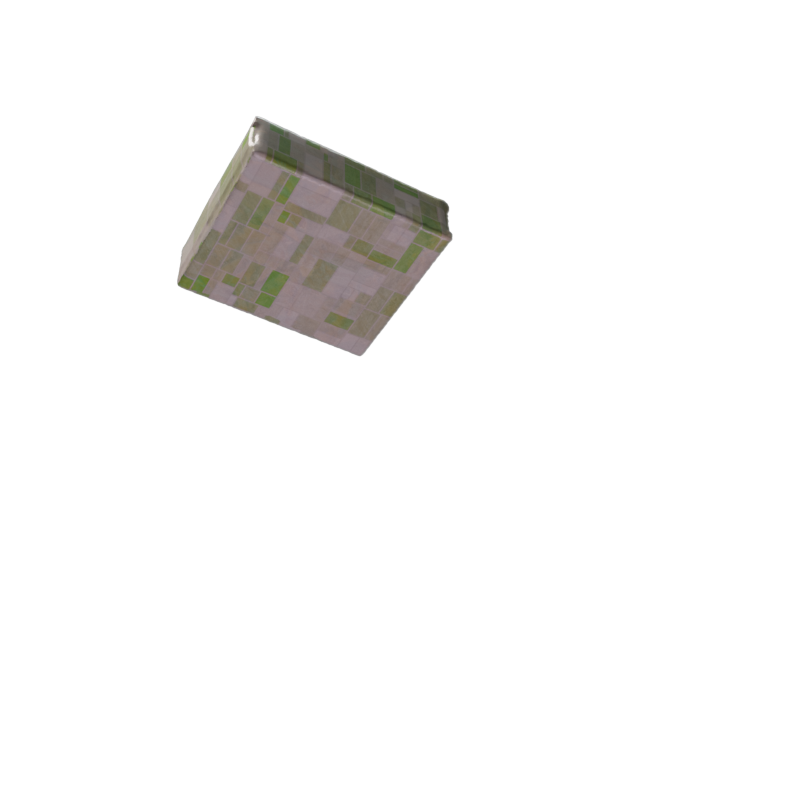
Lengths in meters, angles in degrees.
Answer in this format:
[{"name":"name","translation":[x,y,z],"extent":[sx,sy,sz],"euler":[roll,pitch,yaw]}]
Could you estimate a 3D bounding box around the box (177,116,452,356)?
[{"name":"box","translation":[-0.035,-0.064,0.449],"extent":[0.086,0.071,0.032],"euler":[22,37,-18]}]
